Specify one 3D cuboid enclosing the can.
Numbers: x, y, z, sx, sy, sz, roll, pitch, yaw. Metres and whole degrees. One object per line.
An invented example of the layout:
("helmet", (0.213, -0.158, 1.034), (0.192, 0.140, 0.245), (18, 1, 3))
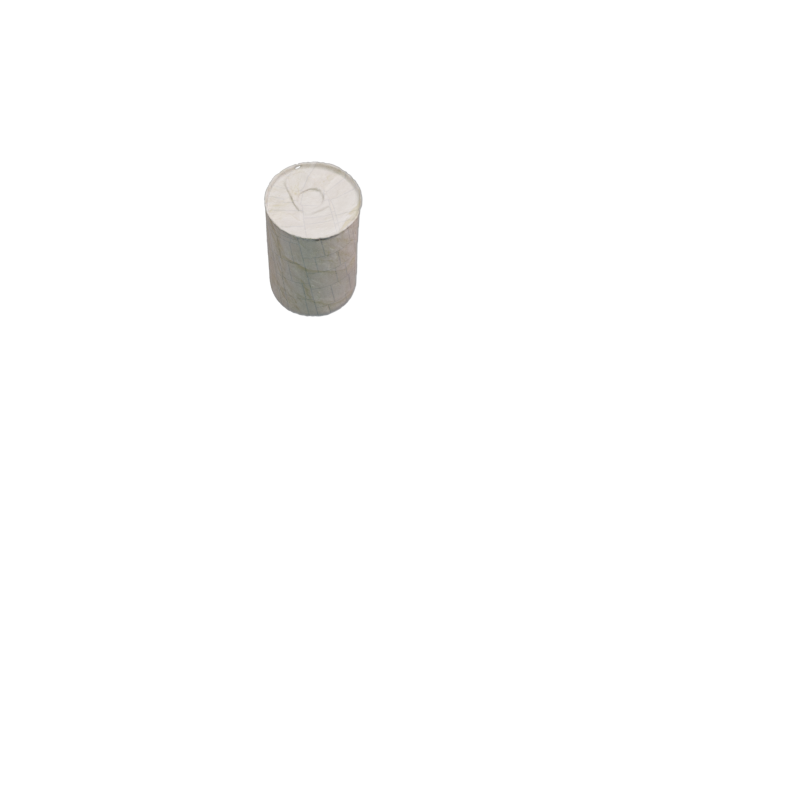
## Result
("can", (-0.063, -0.115, 0.805), (0.068, 0.073, 0.096), (0, -32, -3))
